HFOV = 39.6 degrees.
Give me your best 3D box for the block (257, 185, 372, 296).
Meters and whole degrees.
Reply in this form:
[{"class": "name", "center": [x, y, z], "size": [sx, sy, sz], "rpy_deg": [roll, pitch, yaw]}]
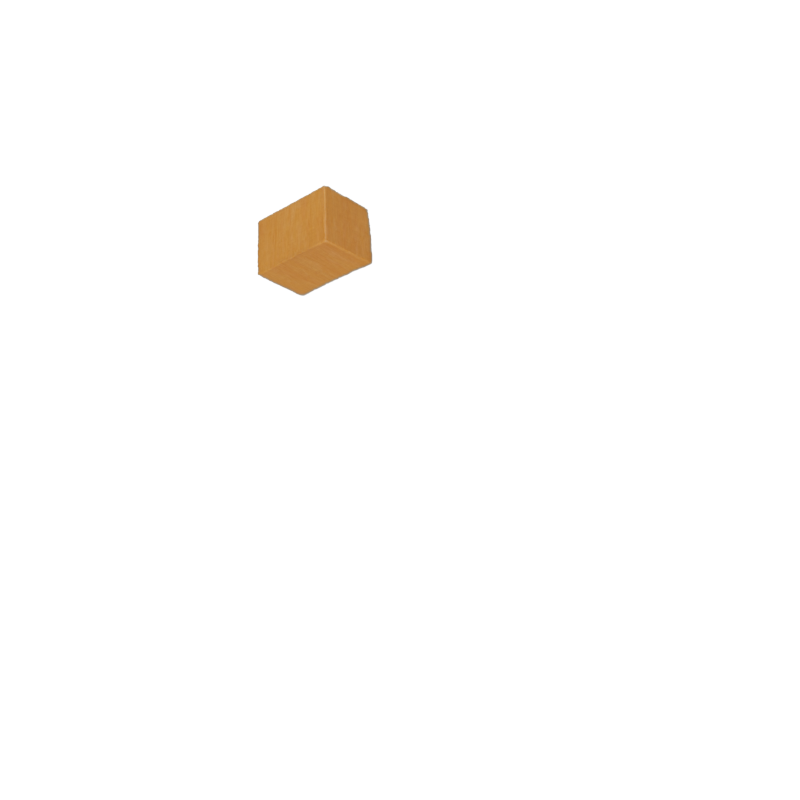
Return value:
[{"class": "block", "center": [-0.068, -0.124, 0.872], "size": [0.078, 0.054, 0.049], "rpy_deg": [-21, -33, 36]}]
